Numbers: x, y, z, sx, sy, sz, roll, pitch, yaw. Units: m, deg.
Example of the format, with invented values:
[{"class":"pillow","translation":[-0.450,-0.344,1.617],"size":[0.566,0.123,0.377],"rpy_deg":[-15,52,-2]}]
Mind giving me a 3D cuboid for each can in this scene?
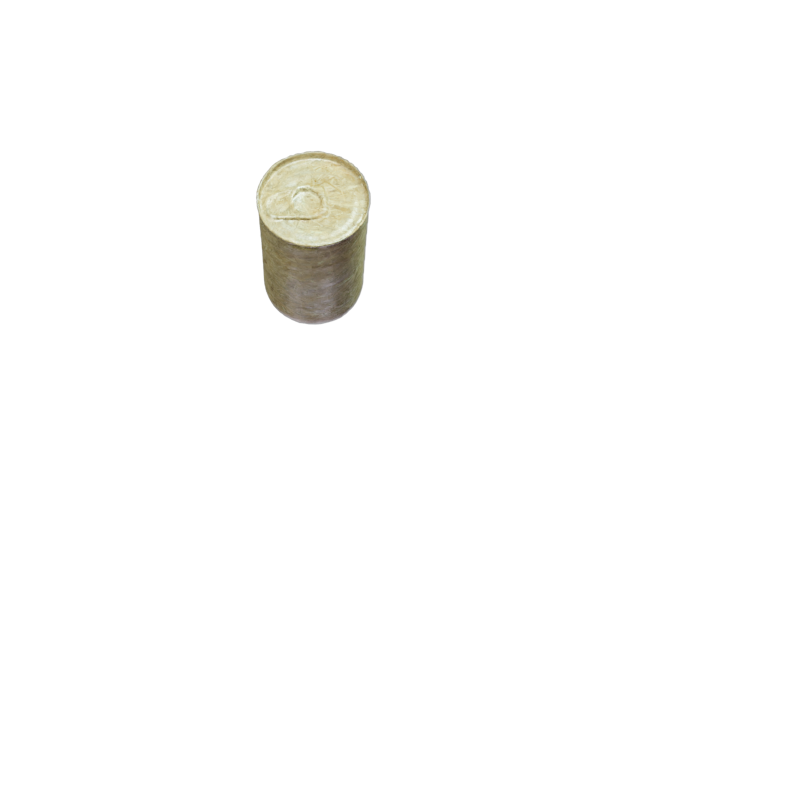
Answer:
[{"class":"can","translation":[-0.055,-0.099,0.697],"size":[0.068,0.073,0.096],"rpy_deg":[0,-27,-3]}]
